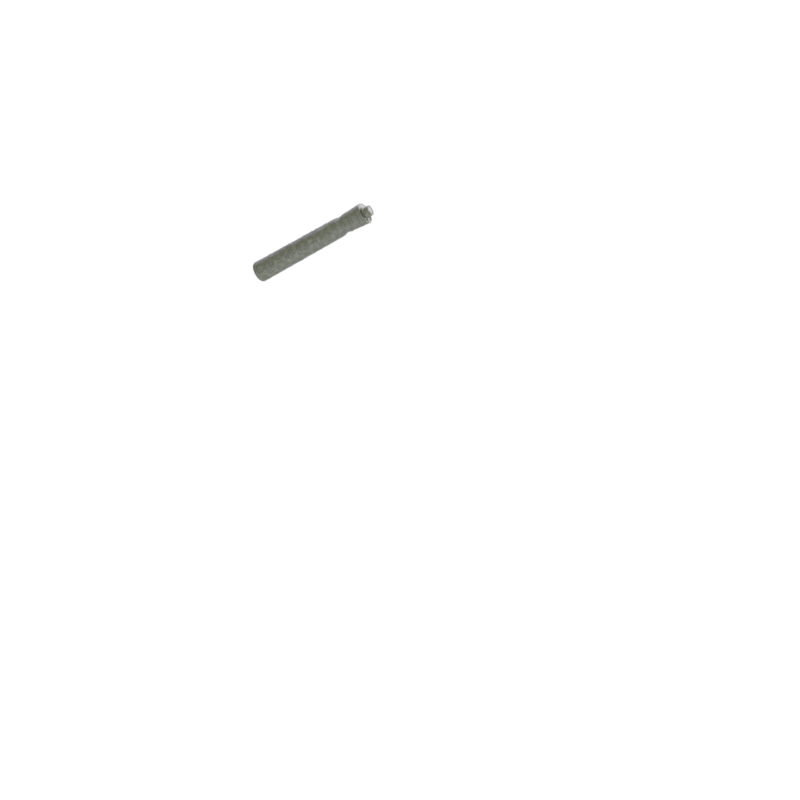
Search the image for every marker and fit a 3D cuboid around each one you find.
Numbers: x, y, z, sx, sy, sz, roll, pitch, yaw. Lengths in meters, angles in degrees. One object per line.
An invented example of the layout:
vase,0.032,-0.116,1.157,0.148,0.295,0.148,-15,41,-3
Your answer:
marker,-0.074,-0.135,0.946,0.121,0.020,0.019,-25,-8,26
